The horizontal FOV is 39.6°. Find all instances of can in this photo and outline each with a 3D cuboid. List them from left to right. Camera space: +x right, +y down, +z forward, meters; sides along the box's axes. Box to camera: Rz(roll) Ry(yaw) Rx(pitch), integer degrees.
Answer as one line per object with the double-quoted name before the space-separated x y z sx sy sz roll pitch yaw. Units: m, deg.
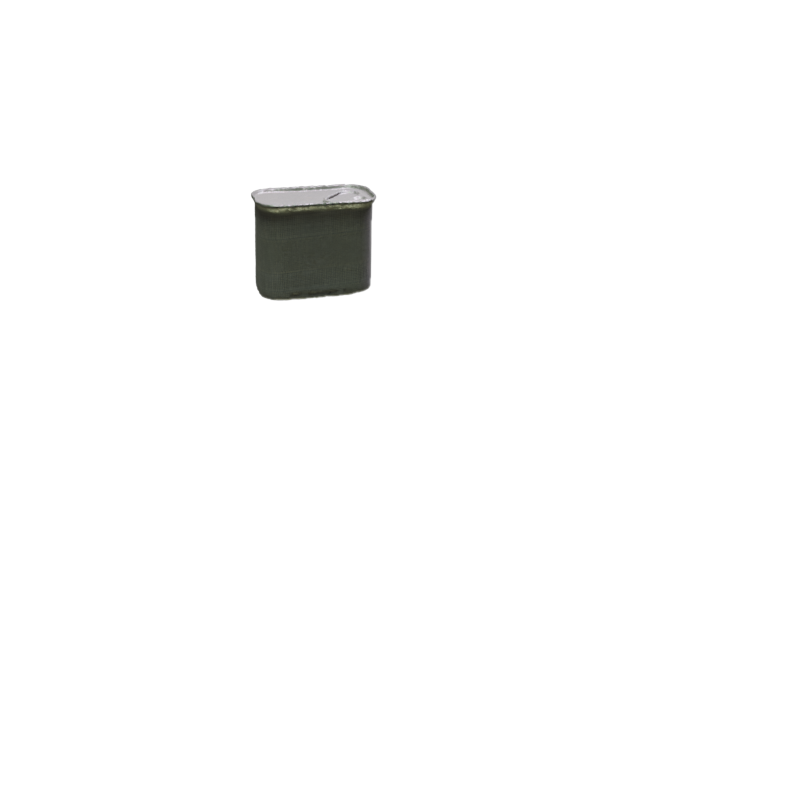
"can" -0.073 -0.133 0.935 0.100 0.080 0.061 -5 21 -14
